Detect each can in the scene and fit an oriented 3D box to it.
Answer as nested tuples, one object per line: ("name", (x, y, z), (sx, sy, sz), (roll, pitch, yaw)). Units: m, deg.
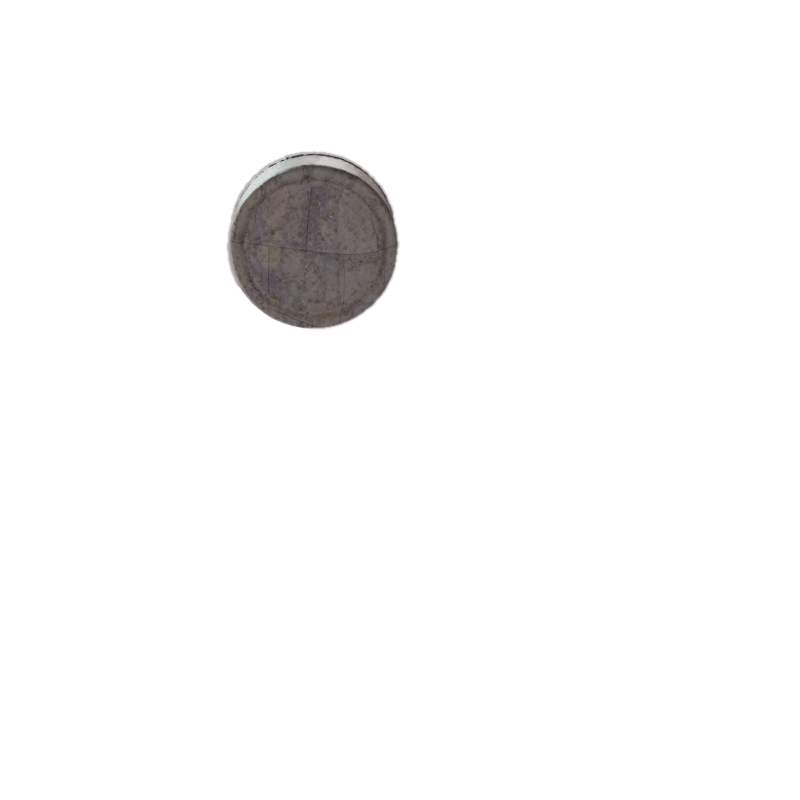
("can", (-0.044, -0.080, 0.562), (0.086, 0.083, 0.035), (0, 16, -1))
